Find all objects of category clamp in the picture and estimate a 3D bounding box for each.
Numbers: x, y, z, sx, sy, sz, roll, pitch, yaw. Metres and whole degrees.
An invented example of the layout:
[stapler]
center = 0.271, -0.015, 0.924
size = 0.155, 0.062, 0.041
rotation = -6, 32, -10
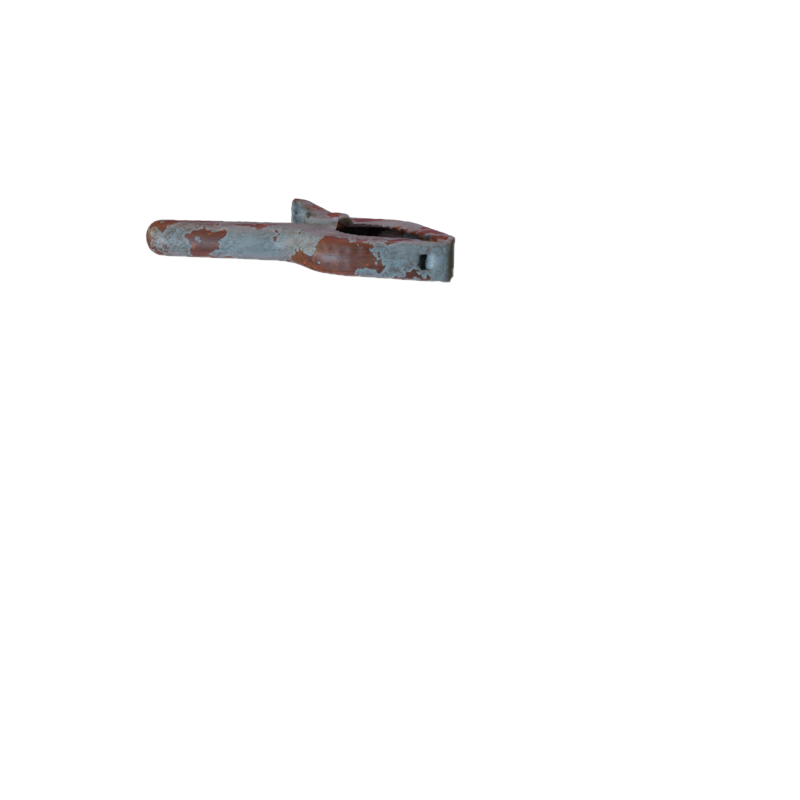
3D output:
[clamp]
center = -0.059, -0.108, 0.759
size = 0.161, 0.035, 0.222
rotation = -18, 25, -42
